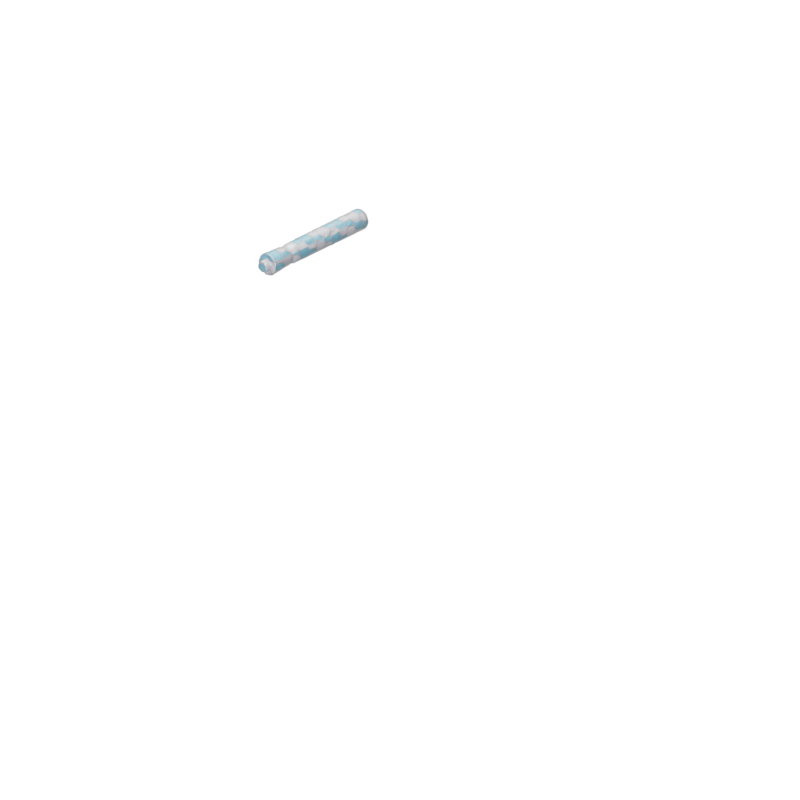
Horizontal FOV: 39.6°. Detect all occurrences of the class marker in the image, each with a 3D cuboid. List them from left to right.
[{"bbox_3d":[-0.071,-0.130,0.912,0.021,0.019,0.121,3,27,42],"label":"marker"}]
